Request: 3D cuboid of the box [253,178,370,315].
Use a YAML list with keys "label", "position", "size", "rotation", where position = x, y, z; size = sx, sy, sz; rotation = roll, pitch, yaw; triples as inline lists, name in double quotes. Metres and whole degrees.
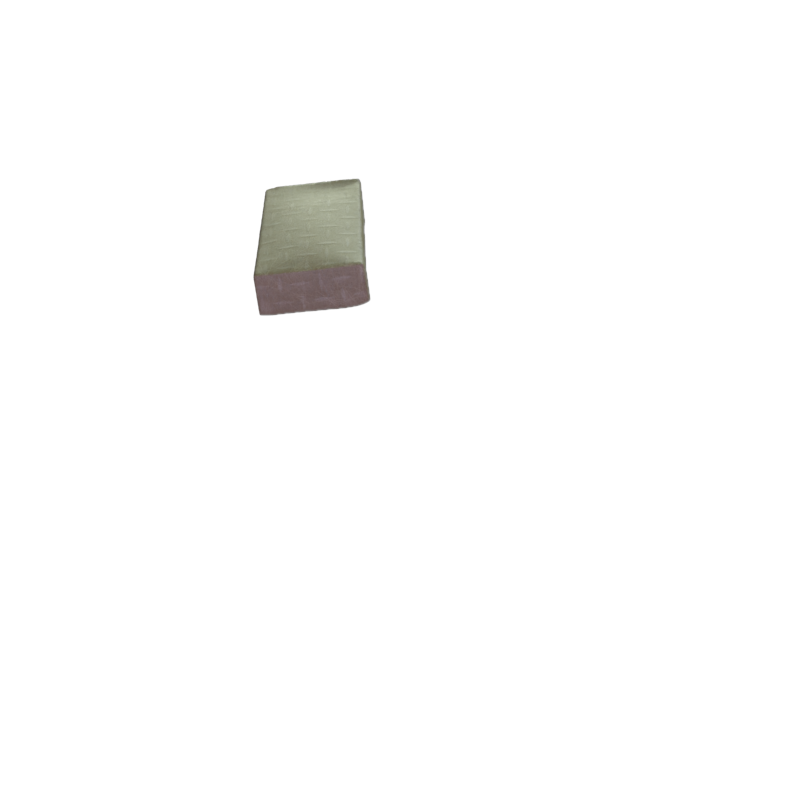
- label: "box"
  position: [-0.077, -0.139, 0.975]
  size: [0.093, 0.045, 0.188]
  rotation: [-7, 35, 1]
